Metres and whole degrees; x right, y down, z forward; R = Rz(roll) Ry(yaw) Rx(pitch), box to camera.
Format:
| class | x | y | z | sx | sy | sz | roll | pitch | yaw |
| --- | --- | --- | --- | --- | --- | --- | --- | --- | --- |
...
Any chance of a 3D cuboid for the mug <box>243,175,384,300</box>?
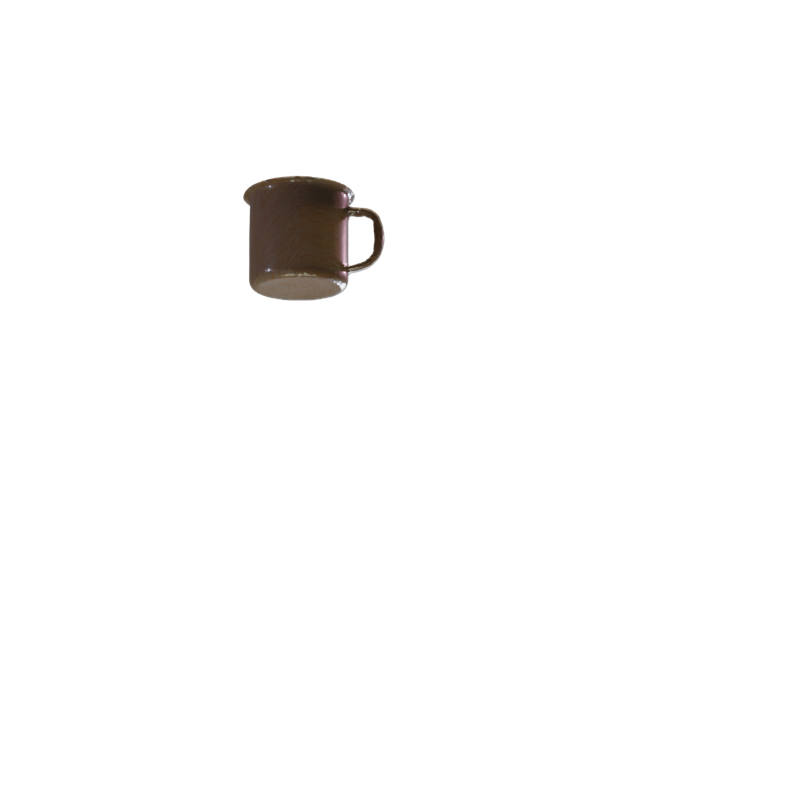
| class | x | y | z | sx | sy | sz | roll | pitch | yaw |
| --- | --- | --- | --- | --- | --- | --- | --- | --- | --- |
| mug | -0.071 | -0.130 | 0.913 | 0.117 | 0.085 | 0.090 | -1 | -14 | 1 |
